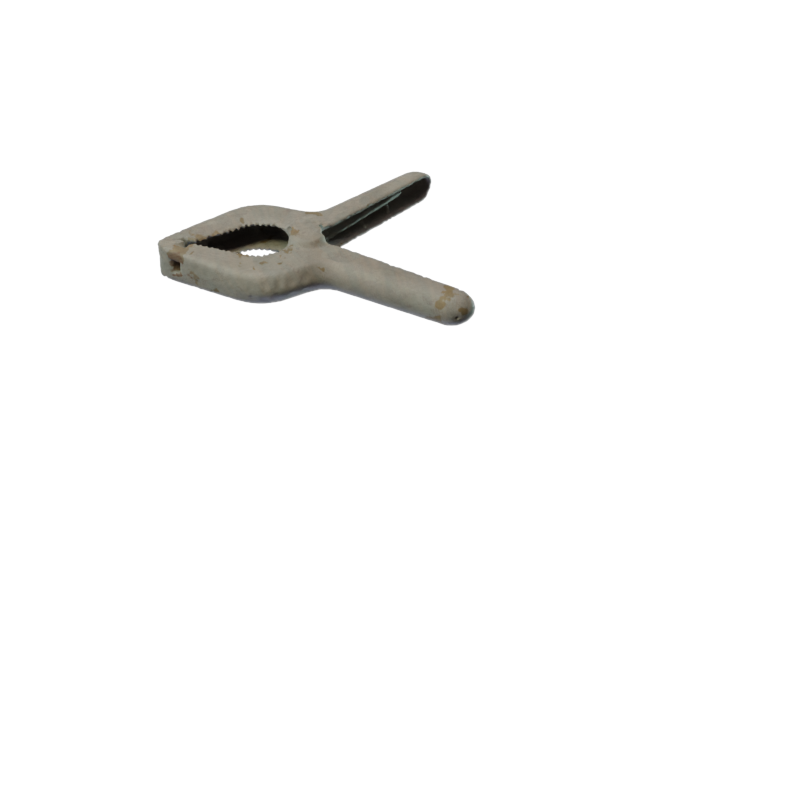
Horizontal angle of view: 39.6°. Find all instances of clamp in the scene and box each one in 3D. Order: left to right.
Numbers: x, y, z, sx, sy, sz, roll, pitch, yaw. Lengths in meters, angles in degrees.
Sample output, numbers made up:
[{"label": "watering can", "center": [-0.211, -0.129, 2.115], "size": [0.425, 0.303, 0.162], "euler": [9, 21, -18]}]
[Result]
[{"label": "clamp", "center": [-0.061, -0.110, 0.773], "size": [0.210, 0.034, 0.176], "euler": [0, 39, 0]}]
